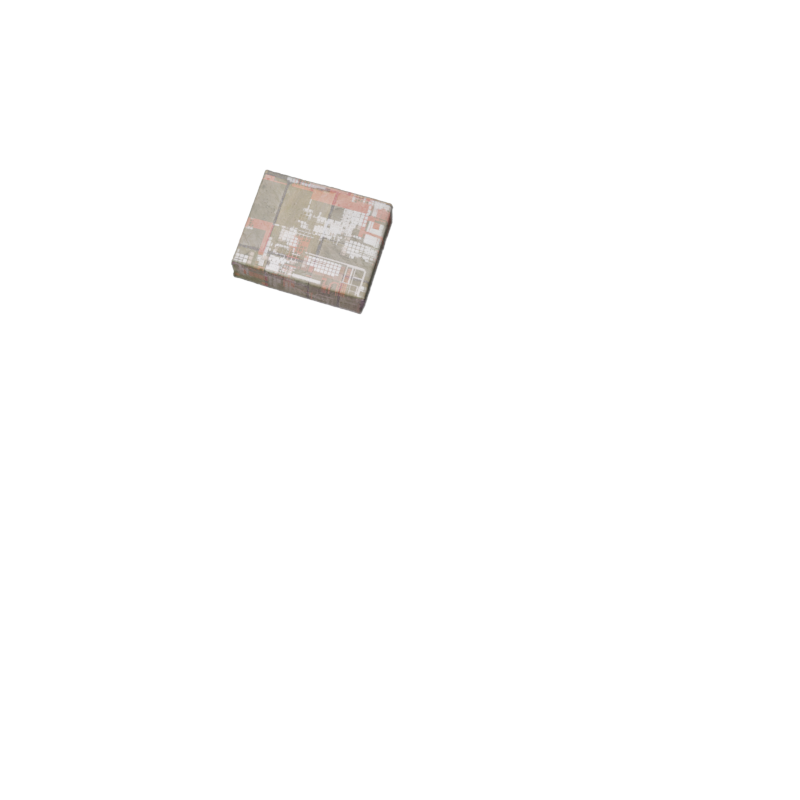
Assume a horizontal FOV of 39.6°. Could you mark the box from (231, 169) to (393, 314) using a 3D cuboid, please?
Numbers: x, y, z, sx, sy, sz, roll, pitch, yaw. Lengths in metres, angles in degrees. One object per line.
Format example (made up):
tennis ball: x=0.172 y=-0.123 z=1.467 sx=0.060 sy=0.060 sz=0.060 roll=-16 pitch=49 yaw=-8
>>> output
box: x=-0.071 y=-0.129 z=0.905 sx=0.115 sy=0.094 sz=0.037 roll=14 pitch=-26 yaw=7
